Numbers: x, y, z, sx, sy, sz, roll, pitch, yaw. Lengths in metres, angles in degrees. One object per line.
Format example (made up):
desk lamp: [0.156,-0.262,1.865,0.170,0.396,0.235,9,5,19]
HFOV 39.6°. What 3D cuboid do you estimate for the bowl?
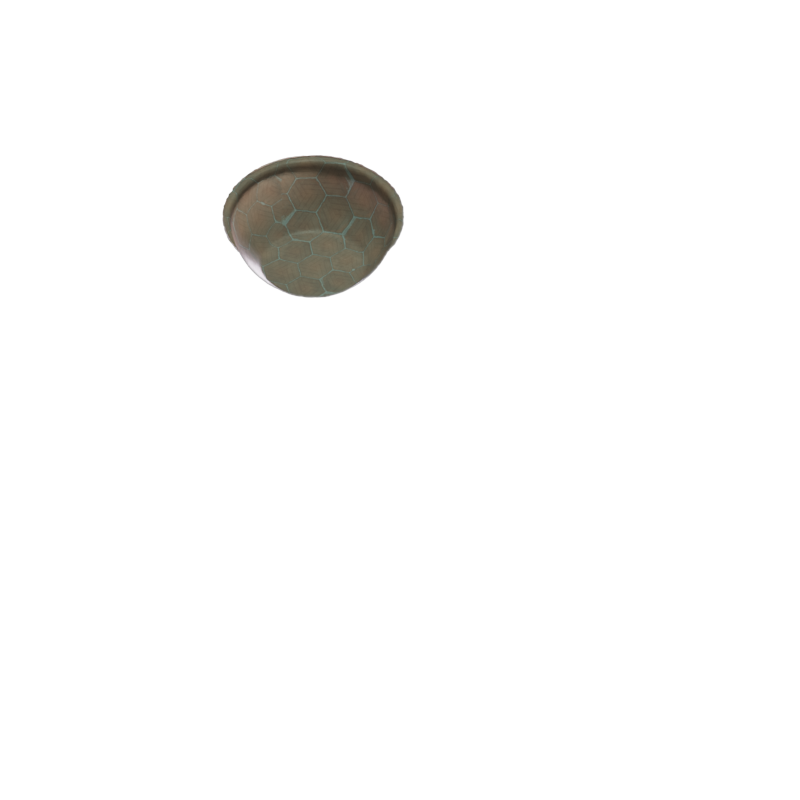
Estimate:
bowl: [-0.076,-0.138,0.969,0.162,0.059,0.151,1,-36,-2]
